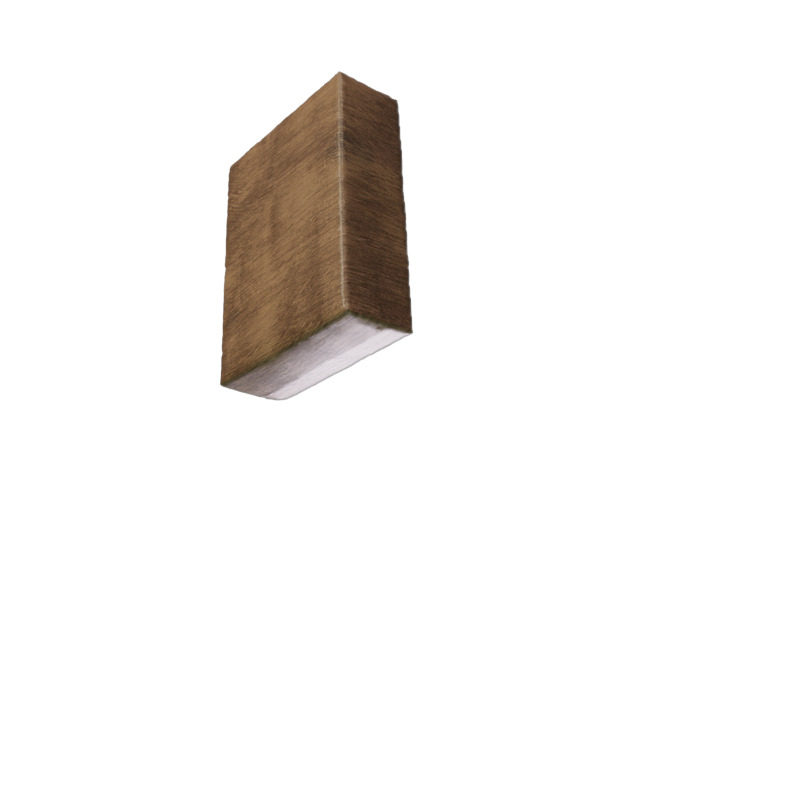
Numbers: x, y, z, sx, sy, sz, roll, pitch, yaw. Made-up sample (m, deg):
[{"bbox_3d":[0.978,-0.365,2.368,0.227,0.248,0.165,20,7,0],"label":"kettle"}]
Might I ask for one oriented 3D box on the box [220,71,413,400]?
[{"bbox_3d":[-0.069,-0.126,0.883,0.068,0.227,0.163,21,-35,-35],"label":"box"}]
